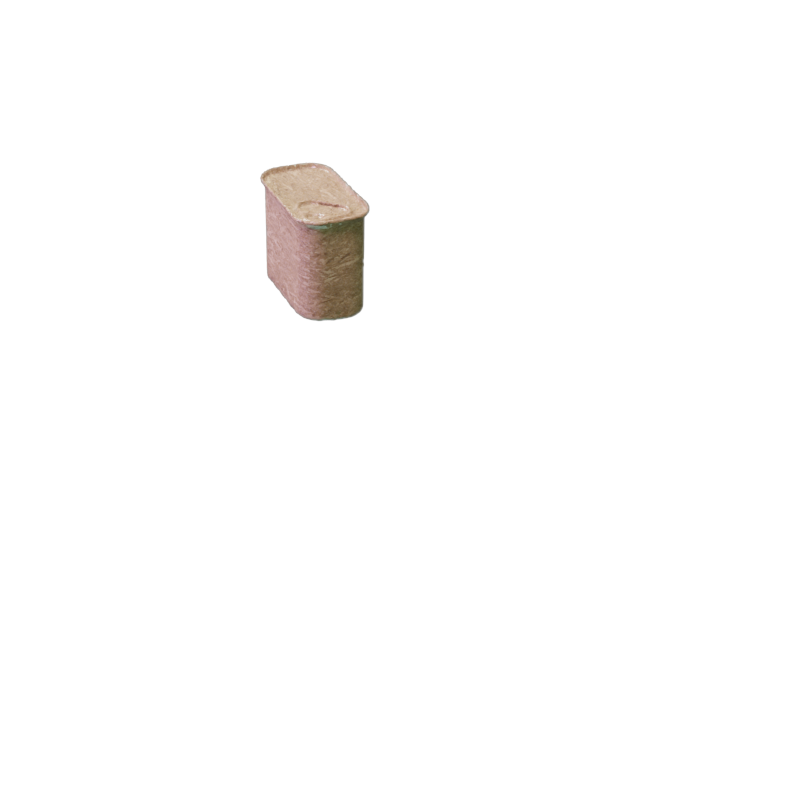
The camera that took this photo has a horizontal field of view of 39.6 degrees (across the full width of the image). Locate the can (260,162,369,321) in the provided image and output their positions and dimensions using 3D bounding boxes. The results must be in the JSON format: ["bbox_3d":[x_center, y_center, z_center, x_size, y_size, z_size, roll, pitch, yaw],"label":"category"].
[{"bbox_3d":[-0.064,-0.117,0.821,0.056,0.079,0.110,-11,34,-21],"label":"can"}]
